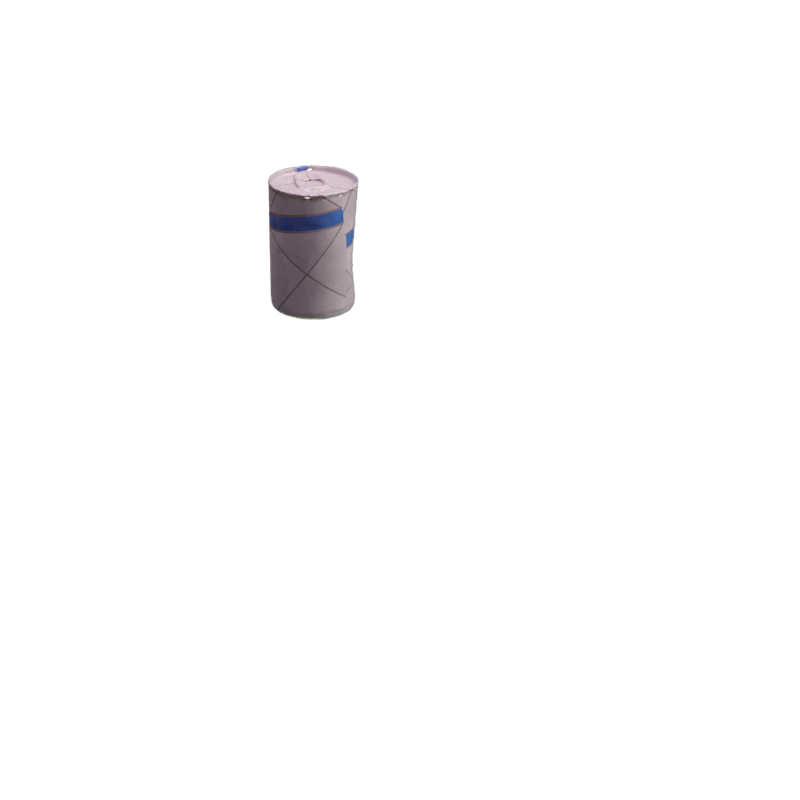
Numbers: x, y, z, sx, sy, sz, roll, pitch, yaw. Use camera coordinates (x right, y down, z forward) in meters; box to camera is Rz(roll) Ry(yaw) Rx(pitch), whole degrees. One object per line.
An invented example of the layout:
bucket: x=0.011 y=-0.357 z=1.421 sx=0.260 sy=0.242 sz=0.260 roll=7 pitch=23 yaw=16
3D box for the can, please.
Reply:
can: x=-0.066 y=-0.121 z=0.848 sx=0.068 sy=0.097 sz=0.072 roll=0 pitch=26 yaw=-2
